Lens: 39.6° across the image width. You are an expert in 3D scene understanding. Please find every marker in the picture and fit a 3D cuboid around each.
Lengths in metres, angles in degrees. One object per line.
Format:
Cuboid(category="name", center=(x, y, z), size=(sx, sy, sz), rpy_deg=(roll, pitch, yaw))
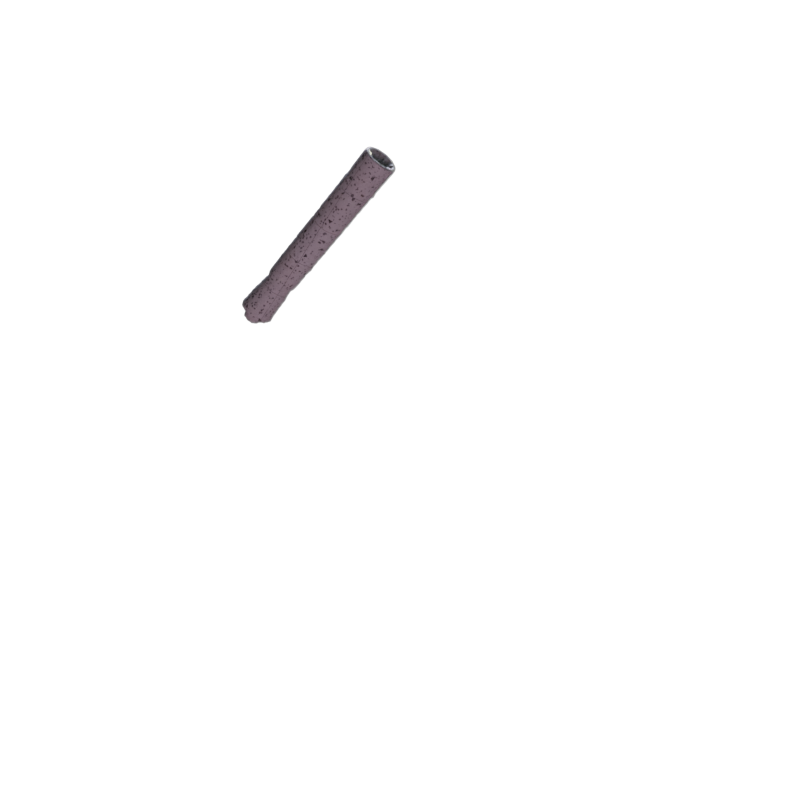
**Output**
Cuboid(category="marker", center=(-0.046, -0.084, 0.585), size=(0.118, 0.021, 0.019), rpy_deg=(-47, -23, 27))
